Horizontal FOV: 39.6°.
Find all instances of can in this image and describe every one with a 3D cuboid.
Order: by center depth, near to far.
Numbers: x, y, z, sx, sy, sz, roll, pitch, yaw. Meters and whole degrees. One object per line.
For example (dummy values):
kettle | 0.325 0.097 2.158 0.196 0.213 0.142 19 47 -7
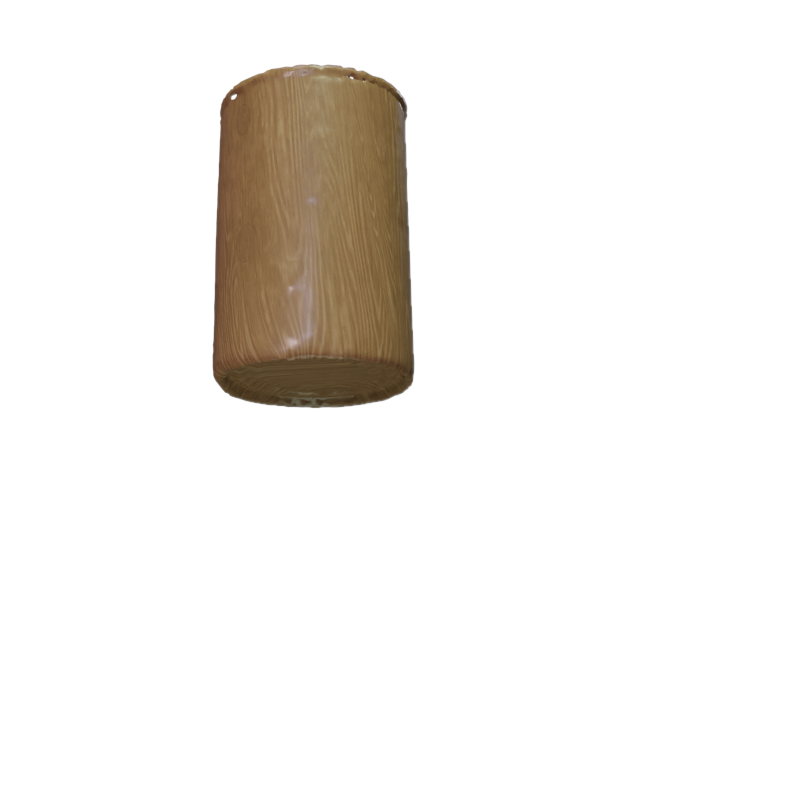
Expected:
can | -0.030 -0.055 0.383 0.068 0.107 0.065 0 -19 -2
